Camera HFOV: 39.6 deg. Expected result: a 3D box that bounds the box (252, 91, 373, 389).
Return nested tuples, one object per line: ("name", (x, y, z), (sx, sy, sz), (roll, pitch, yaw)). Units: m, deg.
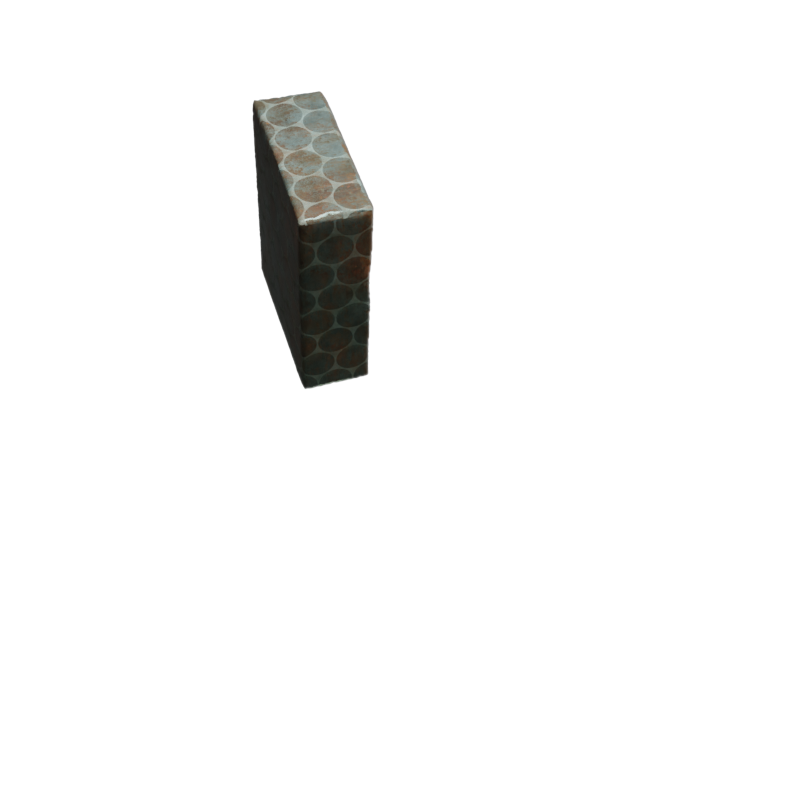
("box", (-0.078, -0.142, 0.992), (0.071, 0.178, 0.199), (-11, -39, -13))
